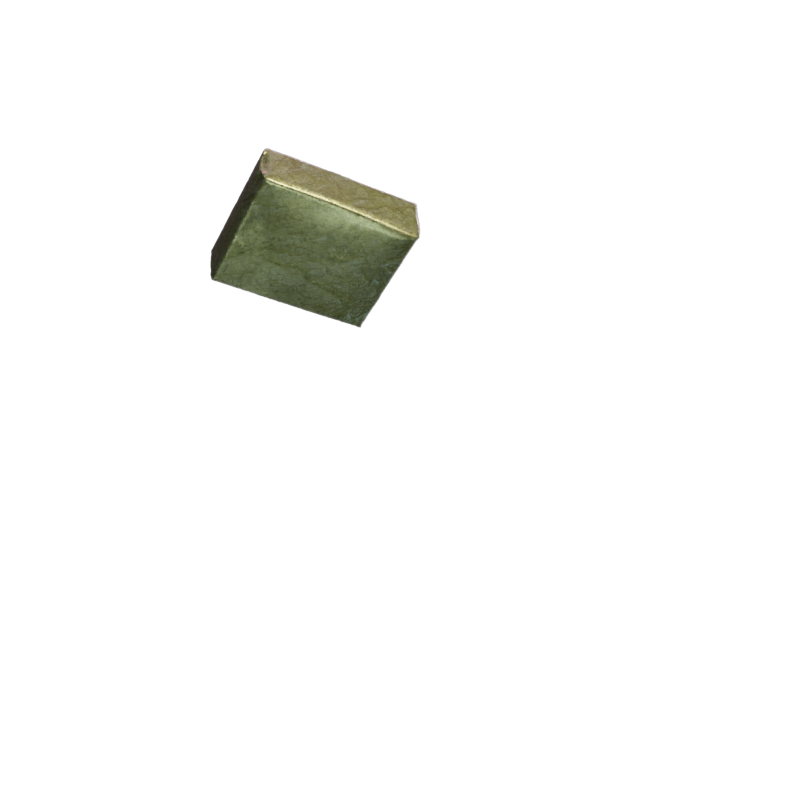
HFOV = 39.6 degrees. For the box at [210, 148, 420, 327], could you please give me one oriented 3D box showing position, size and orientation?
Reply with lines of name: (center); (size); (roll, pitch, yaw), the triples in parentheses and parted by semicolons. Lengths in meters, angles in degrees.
box: (-0.056, -0.103, 0.722); (0.110, 0.087, 0.042); (20, 38, -17)
